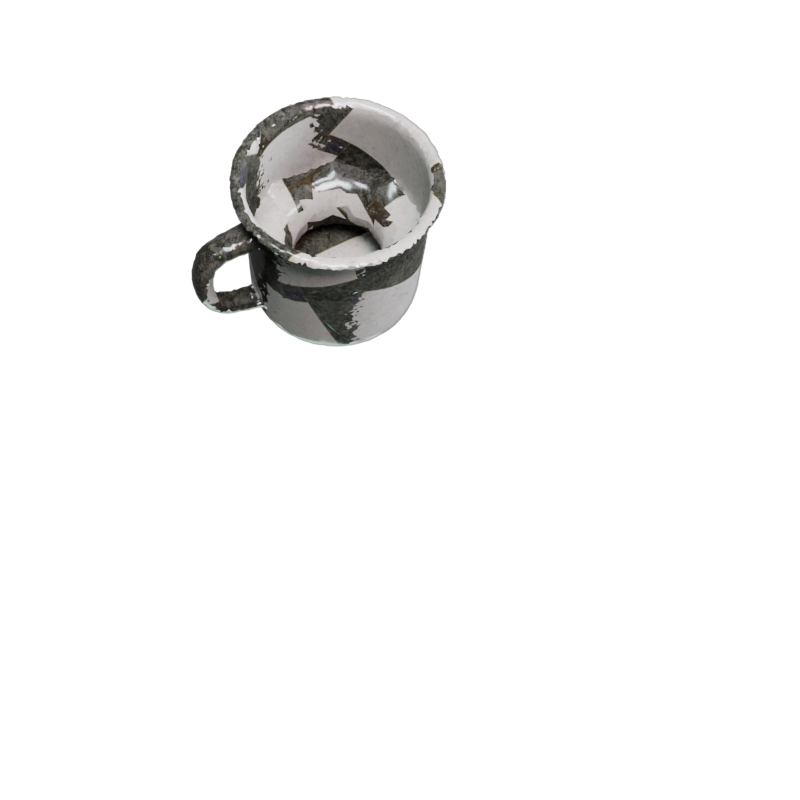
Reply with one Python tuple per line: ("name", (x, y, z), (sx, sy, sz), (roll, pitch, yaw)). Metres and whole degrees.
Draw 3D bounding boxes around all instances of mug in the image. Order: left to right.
("mug", (-0.039, -0.072, 0.504), (0.117, 0.099, 0.076), (-28, -26, -17))
